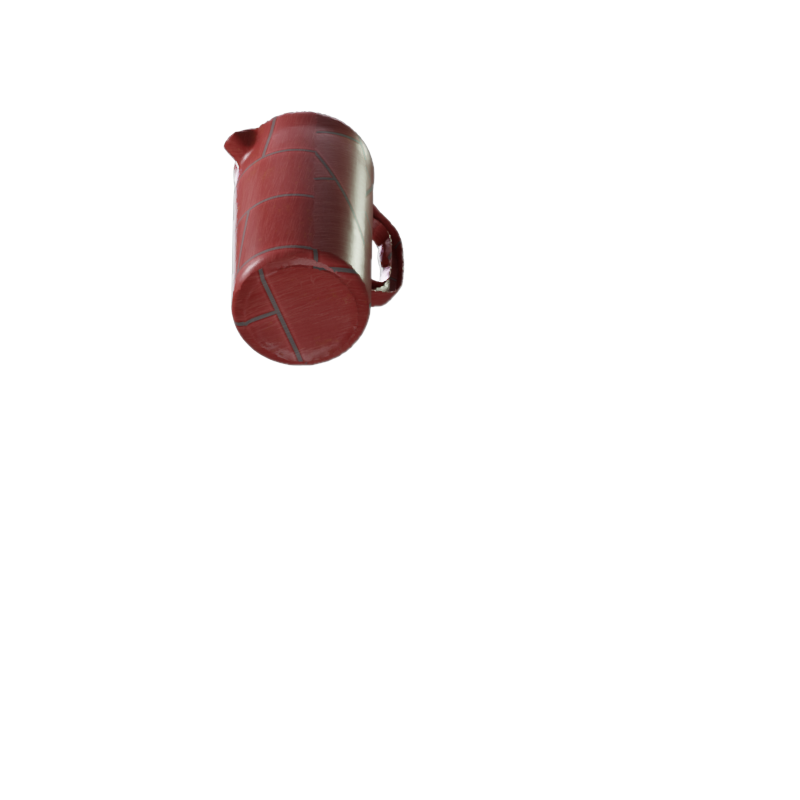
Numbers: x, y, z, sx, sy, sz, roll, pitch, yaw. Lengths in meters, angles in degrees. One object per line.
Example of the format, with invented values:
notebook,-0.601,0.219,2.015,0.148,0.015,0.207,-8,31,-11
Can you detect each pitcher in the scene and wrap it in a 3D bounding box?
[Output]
pitcher,-0.074,-0.136,0.951,0.150,0.135,0.260,-8,36,3
